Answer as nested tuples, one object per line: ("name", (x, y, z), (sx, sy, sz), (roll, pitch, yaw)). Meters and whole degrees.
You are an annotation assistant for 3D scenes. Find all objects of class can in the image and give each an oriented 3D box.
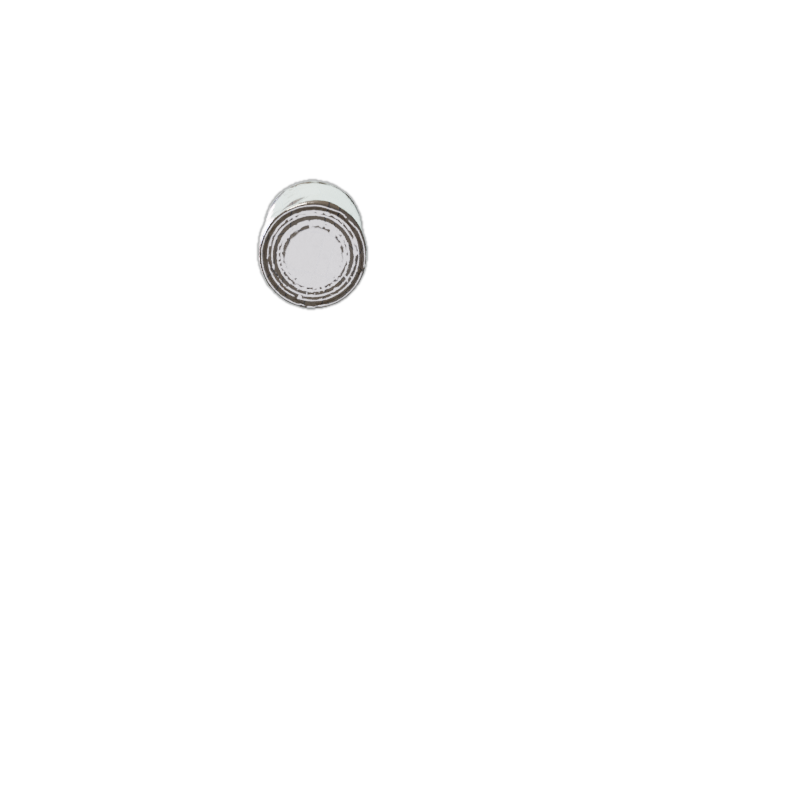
("can", (-0.056, -0.102, 0.716), (0.068, 0.067, 0.106), (0, 15, -3))
